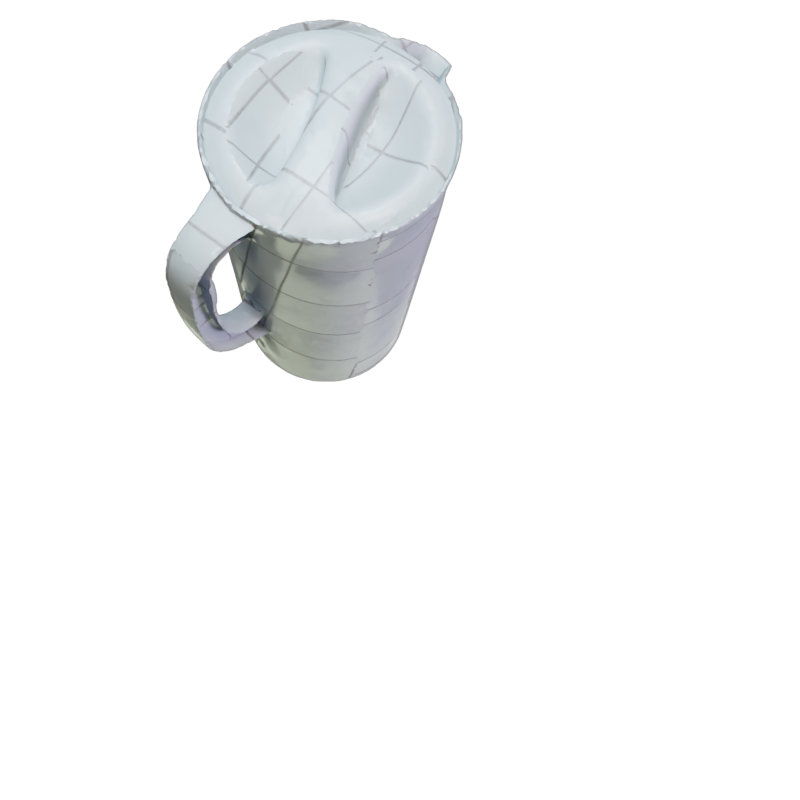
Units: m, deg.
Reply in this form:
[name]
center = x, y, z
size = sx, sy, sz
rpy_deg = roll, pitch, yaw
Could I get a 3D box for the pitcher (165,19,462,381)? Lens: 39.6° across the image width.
[pitcher]
center = -0.051, -0.093, 0.652
size = 0.149, 0.153, 0.231
rpy_deg = 1, -22, -3
